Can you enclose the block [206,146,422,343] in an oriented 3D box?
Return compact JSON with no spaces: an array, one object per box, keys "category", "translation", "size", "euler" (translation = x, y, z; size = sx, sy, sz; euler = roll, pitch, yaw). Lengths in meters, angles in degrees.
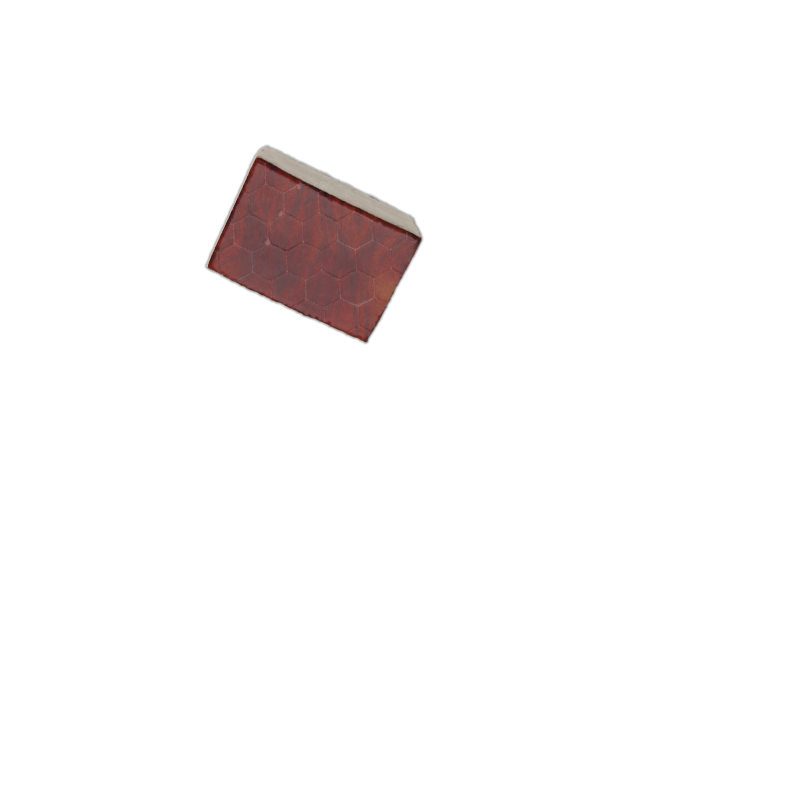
[{"category":"block","translation":[-0.038,-0.068,0.480],"size":[0.077,0.052,0.053],"euler":[26,13,-8]}]
